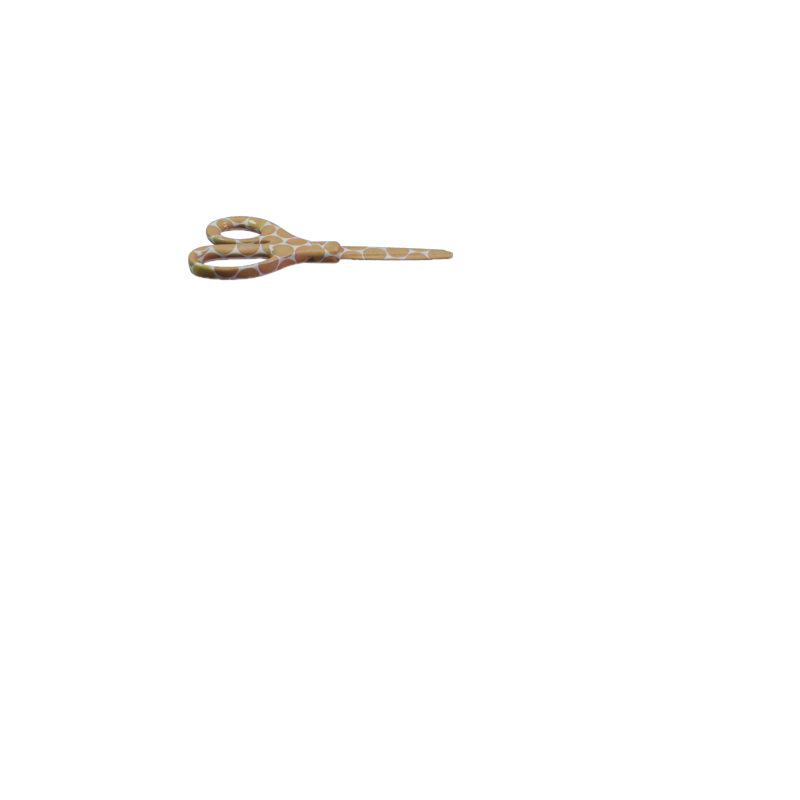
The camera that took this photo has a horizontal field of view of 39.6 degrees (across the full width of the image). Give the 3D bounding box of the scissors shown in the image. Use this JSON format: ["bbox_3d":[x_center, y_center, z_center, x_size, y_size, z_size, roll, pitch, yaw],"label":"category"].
[{"bbox_3d":[-0.069,-0.125,0.878,0.199,0.015,0.104,-8,35,-11],"label":"scissors"}]
